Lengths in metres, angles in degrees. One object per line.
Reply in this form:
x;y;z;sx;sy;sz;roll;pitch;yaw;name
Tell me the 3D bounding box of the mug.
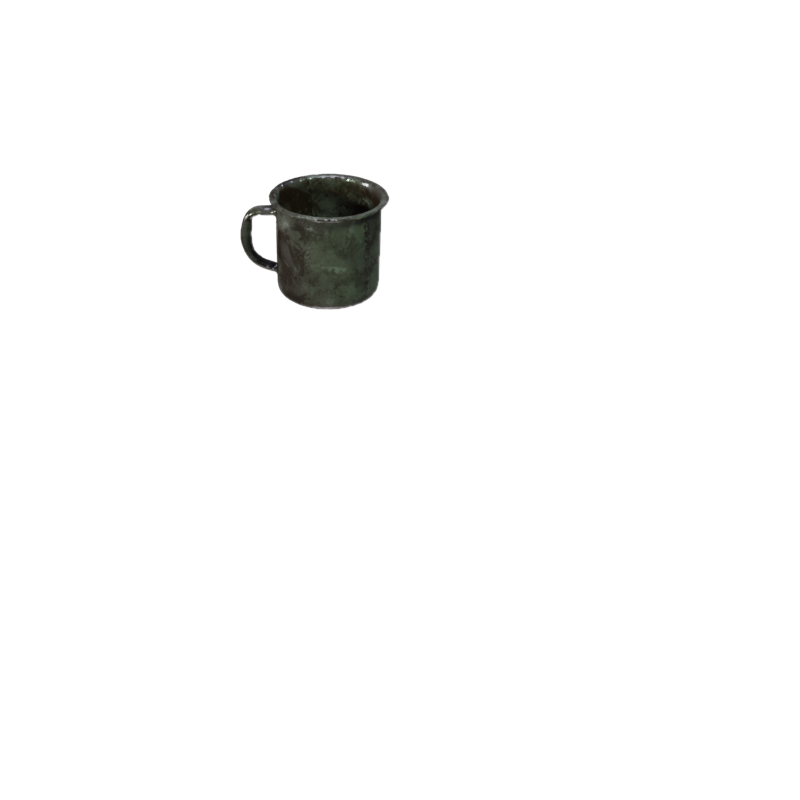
-0.069;-0.125;0.875;0.118;0.077;0.098;3;30;4;mug
